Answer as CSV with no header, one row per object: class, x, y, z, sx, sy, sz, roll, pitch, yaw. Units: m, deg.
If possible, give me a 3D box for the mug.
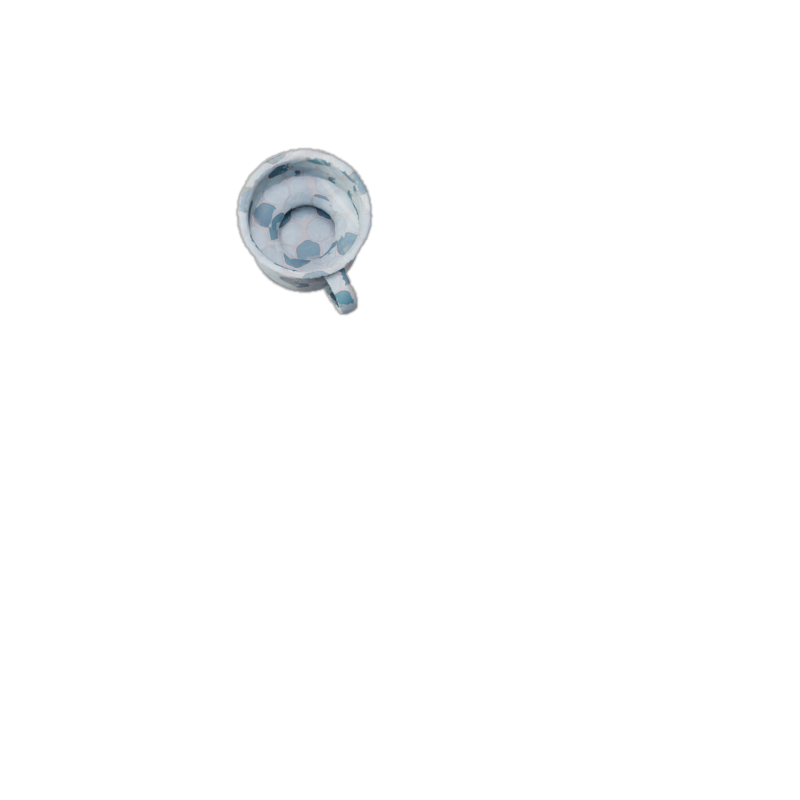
mug,-0.063,-0.114,0.801,0.093,0.121,0.079,-30,-9,-7
